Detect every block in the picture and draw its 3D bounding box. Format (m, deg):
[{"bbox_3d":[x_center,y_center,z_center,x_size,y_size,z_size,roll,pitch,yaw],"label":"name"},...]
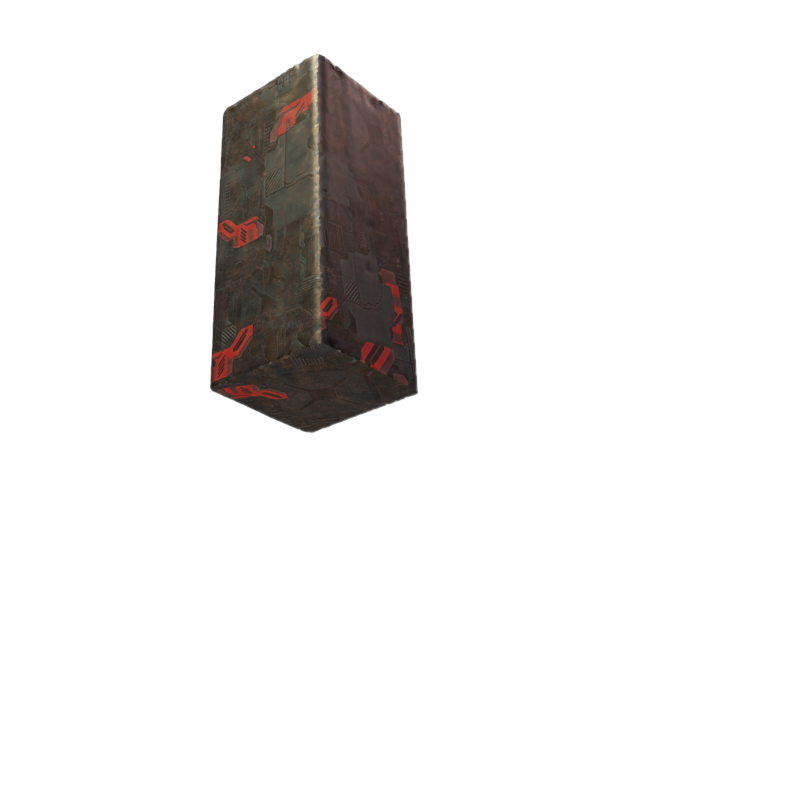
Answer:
[{"bbox_3d":[-0.055,-0.099,0.695,0.091,0.220,0.084,-24,-37,33],"label":"block"}]
